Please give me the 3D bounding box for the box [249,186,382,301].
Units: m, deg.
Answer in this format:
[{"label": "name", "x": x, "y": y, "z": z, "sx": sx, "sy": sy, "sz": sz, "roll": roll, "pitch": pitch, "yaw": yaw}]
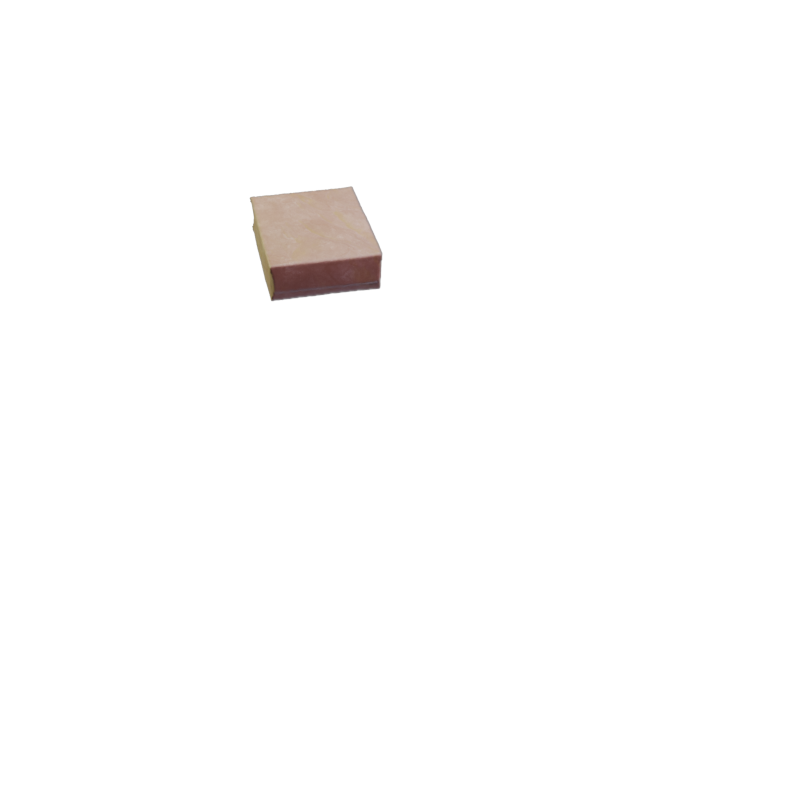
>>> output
[{"label": "box", "x": -0.071, "y": -0.129, "z": 0.903, "sx": 0.089, "sy": 0.036, "sz": 0.122, "roll": -7, "pitch": 36, "yaw": -11}]
